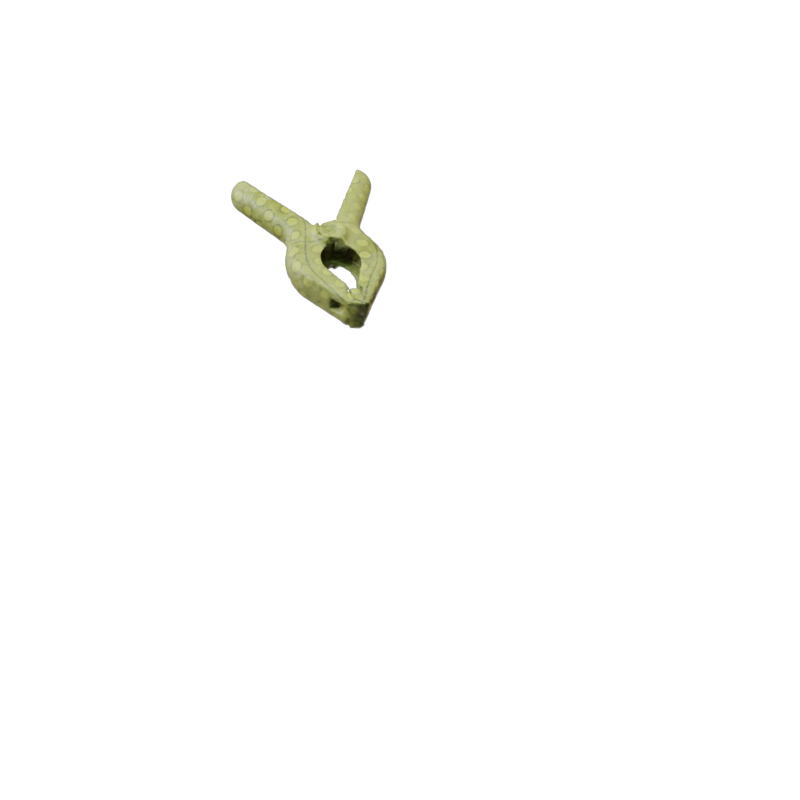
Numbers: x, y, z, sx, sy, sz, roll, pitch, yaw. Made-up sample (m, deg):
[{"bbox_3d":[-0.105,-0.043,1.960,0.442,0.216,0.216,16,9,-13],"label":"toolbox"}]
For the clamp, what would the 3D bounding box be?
[{"bbox_3d":[-0.069,-0.126,0.883,0.119,0.036,0.185,-7,44,-8],"label":"clamp"}]
